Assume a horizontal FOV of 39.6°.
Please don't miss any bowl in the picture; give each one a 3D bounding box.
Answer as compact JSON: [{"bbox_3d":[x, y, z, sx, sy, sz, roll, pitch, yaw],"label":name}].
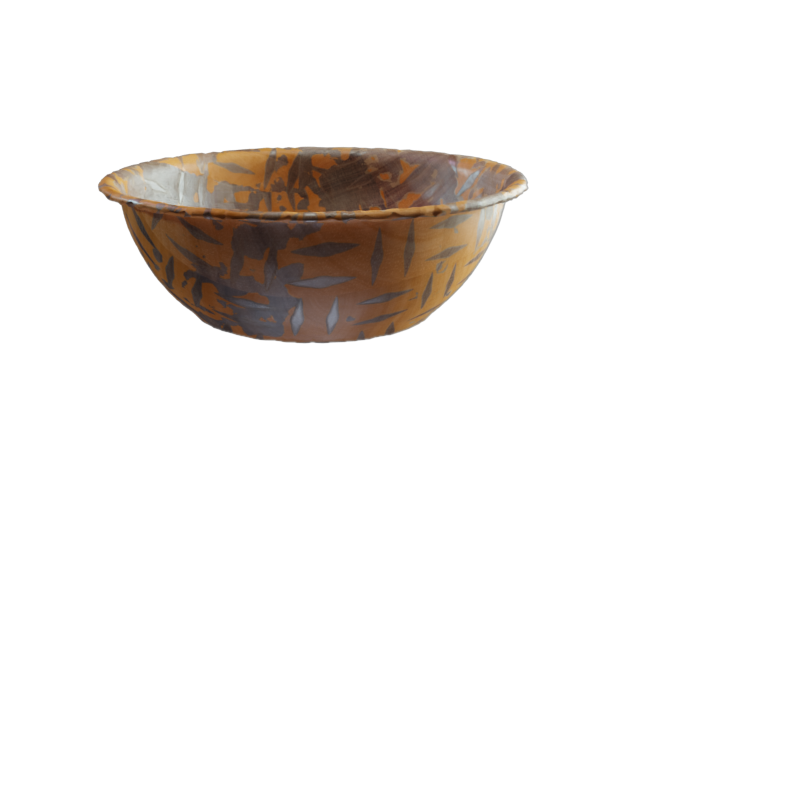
[{"bbox_3d":[-0.034,-0.061,0.429,0.162,0.053,0.168,-1,19,-2],"label":"bowl"}]
